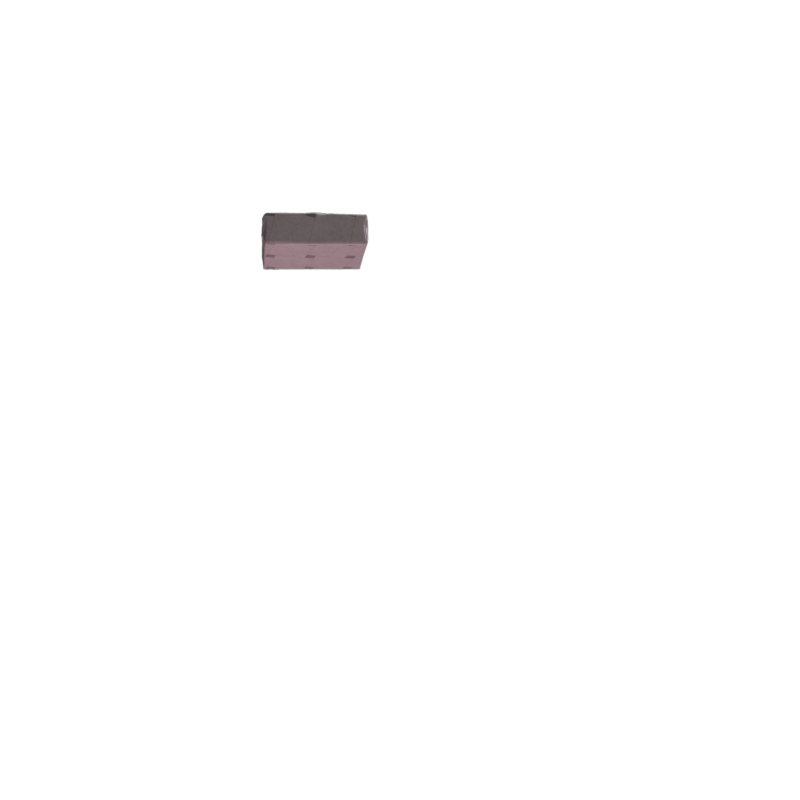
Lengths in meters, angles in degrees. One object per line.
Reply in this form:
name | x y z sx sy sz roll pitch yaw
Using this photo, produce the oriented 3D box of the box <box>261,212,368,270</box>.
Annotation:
box | -0.075 -0.136 0.951 0.089 0.031 0.071 1 -12 -4
